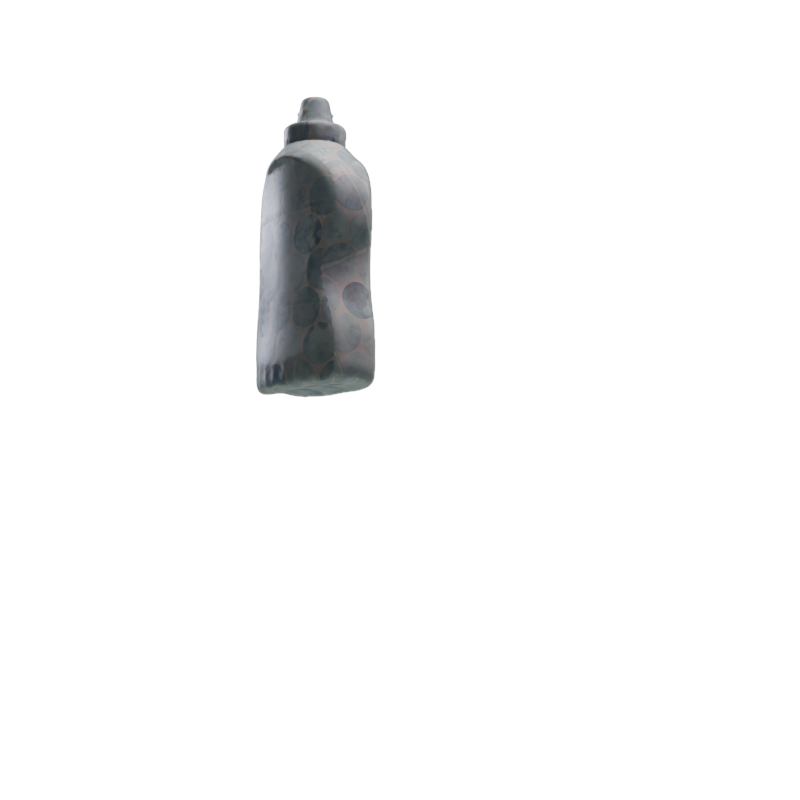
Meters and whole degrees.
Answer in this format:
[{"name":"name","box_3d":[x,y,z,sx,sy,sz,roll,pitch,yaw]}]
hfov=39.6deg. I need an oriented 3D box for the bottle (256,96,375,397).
[{"name":"bottle","box_3d":[-0.055,-0.101,0.710,0.056,0.198,0.097,7,-14,-32]}]
